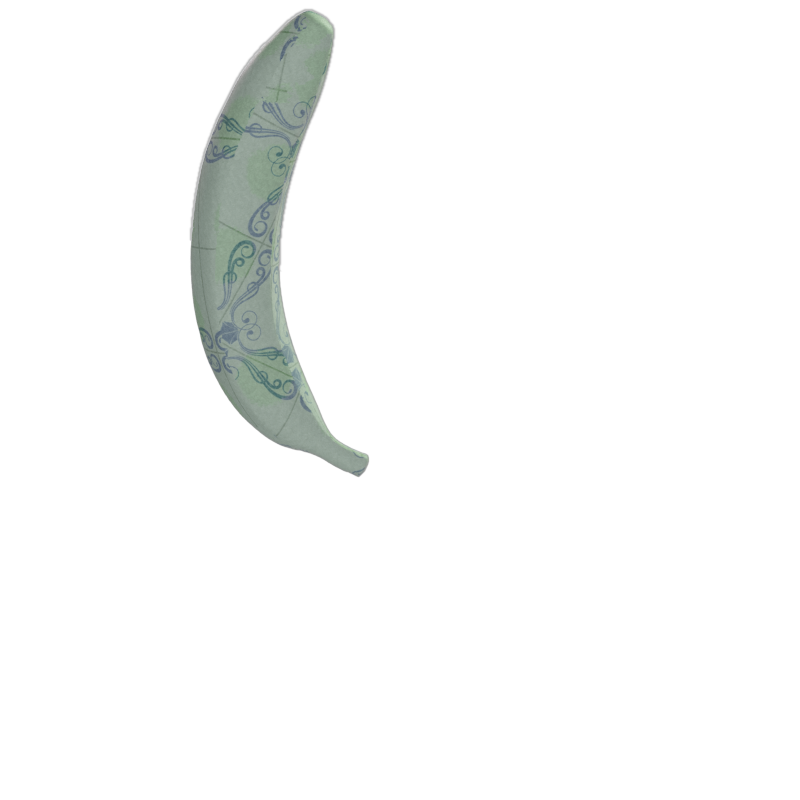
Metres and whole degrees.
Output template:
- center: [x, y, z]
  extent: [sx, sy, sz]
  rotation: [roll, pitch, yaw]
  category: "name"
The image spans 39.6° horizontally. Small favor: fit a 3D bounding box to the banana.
- center: [-0.054, -0.061, 0.466]
  extent: [0.070, 0.190, 0.038]
  rotation: [-4, 16, 0]
  category: "banana"
